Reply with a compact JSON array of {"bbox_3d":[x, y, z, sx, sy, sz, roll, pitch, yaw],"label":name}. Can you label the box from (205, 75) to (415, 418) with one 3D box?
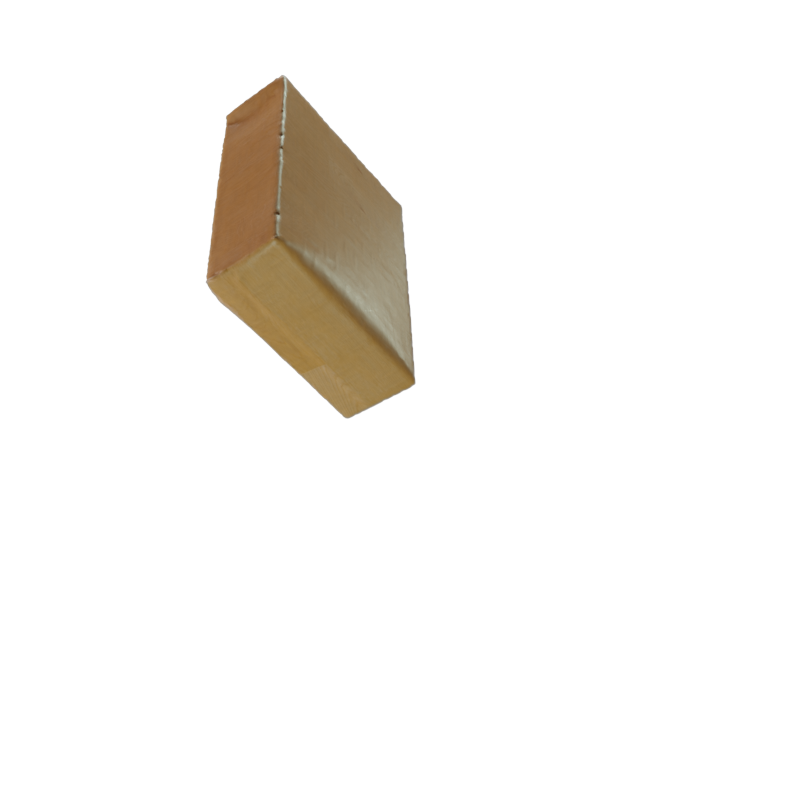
[{"bbox_3d":[-0.065,-0.119,0.833,0.072,0.229,0.153,-30,-53,22],"label":"box"}]
